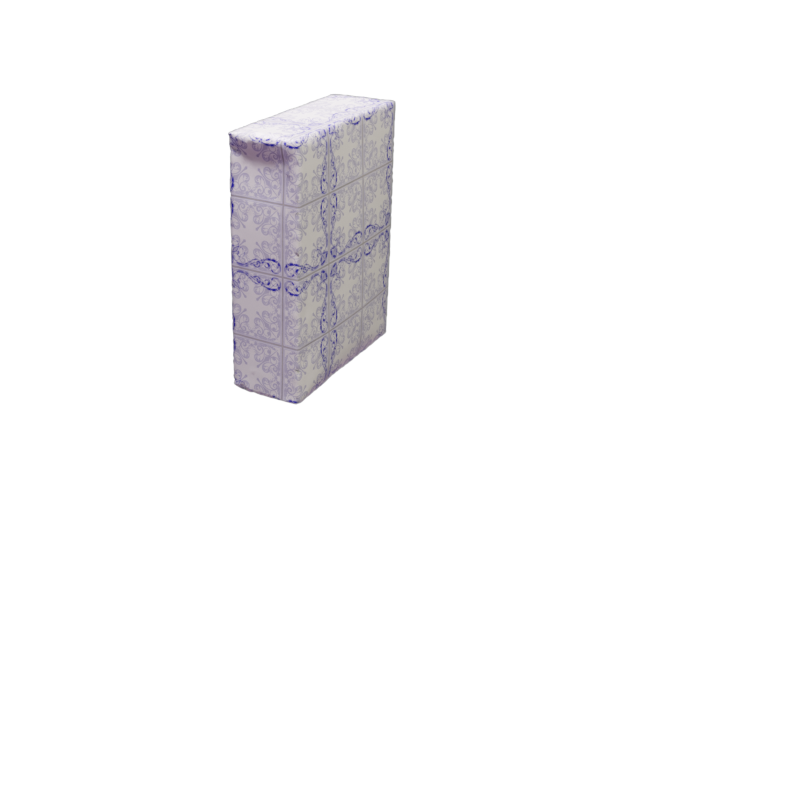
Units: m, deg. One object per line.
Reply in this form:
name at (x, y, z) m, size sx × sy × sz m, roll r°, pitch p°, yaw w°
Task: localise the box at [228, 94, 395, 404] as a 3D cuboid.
box at (-0.071, -0.129, 0.906) m, size 0.075 × 0.204 × 0.165 m, roll 11°, pitch 24°, yaw 23°
